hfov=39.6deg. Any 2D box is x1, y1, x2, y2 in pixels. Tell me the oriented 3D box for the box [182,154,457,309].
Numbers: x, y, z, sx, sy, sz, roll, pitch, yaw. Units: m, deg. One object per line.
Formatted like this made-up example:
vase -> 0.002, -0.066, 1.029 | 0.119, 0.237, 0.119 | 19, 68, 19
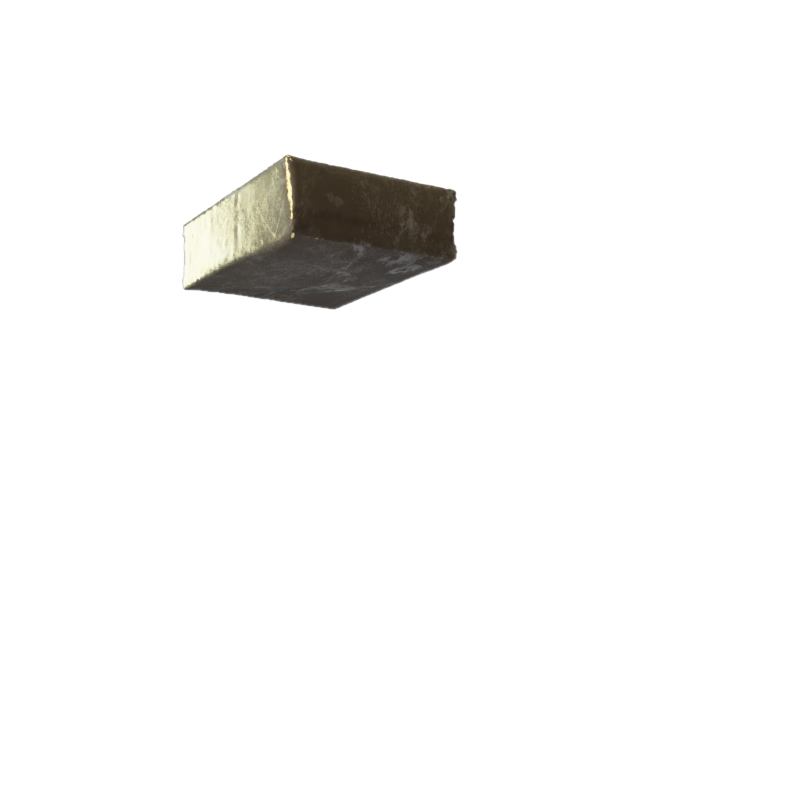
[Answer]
box -> -0.041, -0.075, 0.526 | 0.086, 0.040, 0.115 | 5, -10, -32
